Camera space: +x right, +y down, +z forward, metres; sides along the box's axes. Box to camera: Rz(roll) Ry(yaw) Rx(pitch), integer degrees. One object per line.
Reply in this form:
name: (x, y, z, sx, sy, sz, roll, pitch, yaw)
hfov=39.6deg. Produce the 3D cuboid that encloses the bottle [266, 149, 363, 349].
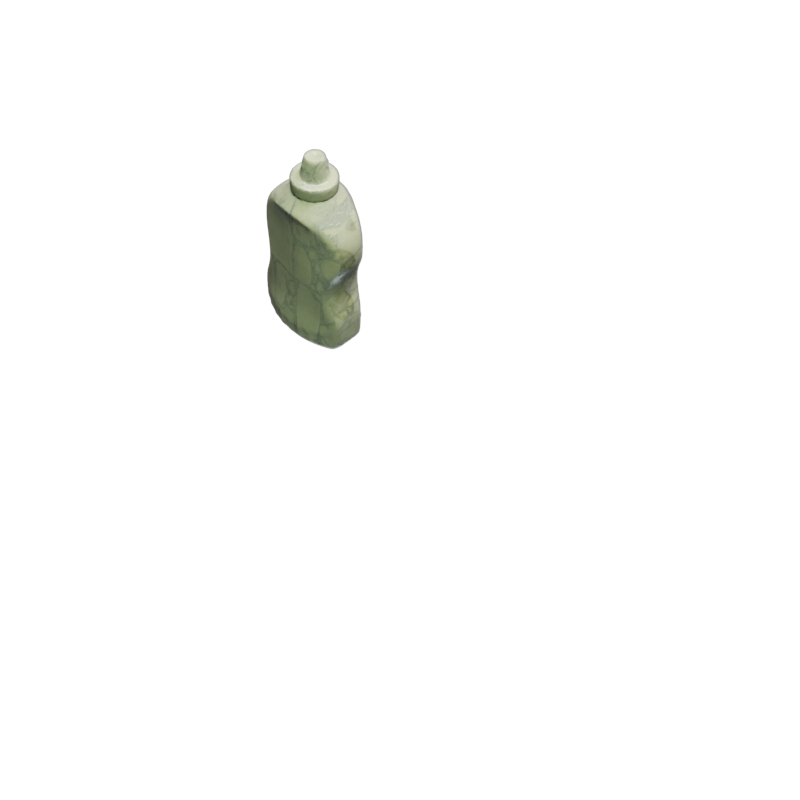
bottle: (-0.074, -0.136, 0.948, 0.058, 0.179, 0.103, -32, 58, -27)
